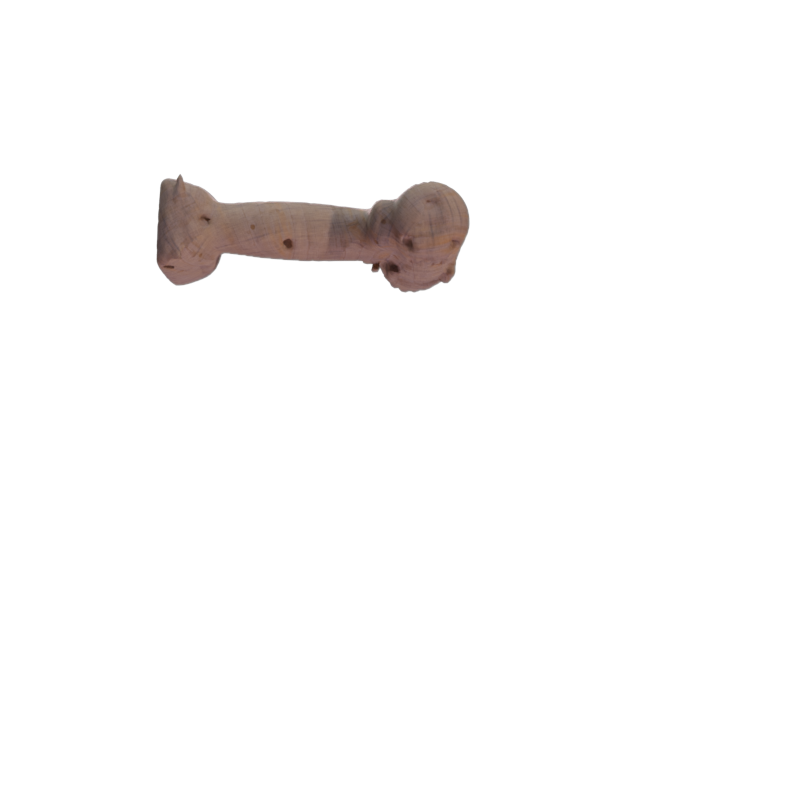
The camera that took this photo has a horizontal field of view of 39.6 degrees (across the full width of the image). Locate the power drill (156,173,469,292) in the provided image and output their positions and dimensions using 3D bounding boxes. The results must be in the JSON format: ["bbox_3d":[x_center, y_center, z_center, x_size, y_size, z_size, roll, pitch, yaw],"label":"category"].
[{"bbox_3d":[-0.055,-0.101,0.707,0.187,0.059,0.181,0,-5,-2],"label":"power drill"}]
